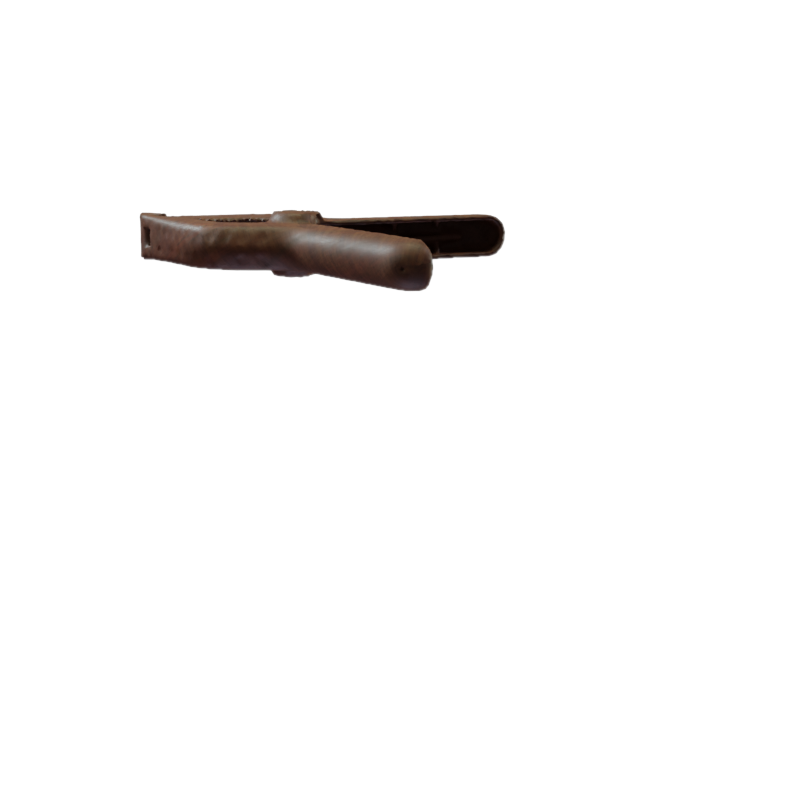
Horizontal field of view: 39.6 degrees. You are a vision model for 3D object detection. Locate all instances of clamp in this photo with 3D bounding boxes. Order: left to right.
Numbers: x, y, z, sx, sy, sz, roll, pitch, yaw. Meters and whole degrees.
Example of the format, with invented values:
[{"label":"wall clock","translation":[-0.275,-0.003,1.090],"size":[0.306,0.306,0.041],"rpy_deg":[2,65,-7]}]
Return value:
[{"label":"clamp","translation":[-0.050,-0.090,0.632],"size":[0.218,0.036,0.162],"rpy_deg":[7,15,27]}]
